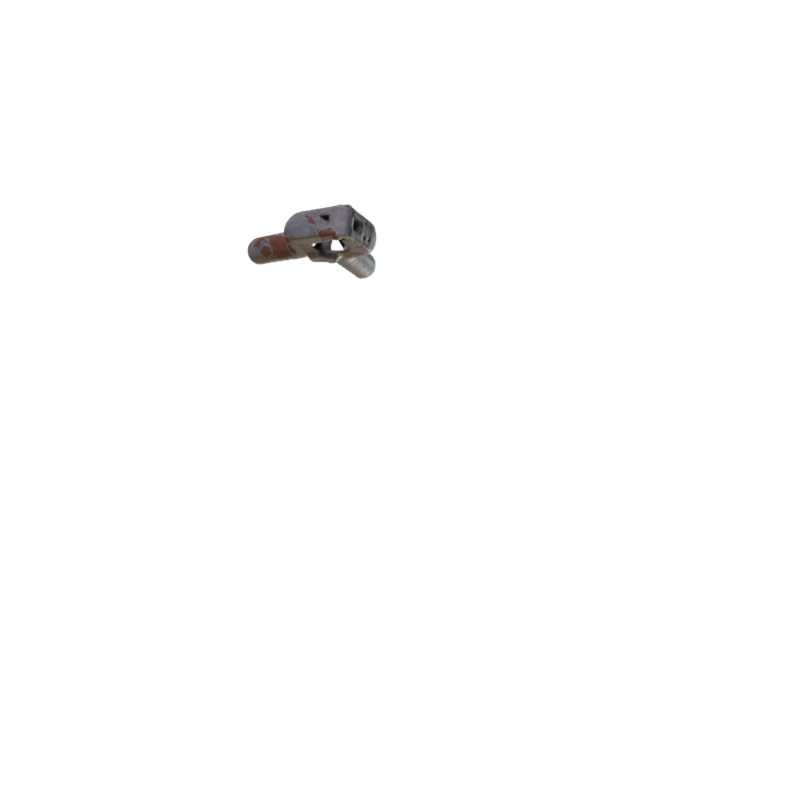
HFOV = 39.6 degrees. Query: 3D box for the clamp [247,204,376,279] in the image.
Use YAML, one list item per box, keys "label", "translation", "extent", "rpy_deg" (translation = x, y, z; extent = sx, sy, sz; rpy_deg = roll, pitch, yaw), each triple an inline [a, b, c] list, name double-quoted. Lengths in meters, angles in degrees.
- label: "clamp"
  translation: [-0.076, -0.139, 0.976]
  extent: [0.120, 0.040, 0.167]
  rpy_deg: [1, -9, -4]
